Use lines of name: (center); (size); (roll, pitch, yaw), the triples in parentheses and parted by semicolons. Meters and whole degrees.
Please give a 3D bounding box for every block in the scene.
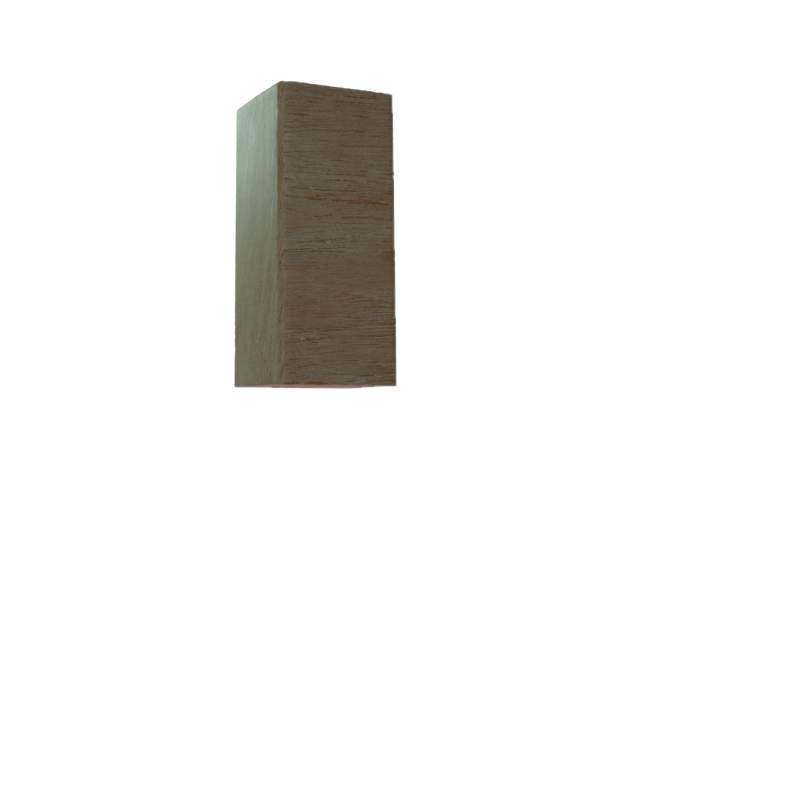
block: (-0.062, -0.113, 0.793); (0.088, 0.210, 0.091); (3, -8, -27)
